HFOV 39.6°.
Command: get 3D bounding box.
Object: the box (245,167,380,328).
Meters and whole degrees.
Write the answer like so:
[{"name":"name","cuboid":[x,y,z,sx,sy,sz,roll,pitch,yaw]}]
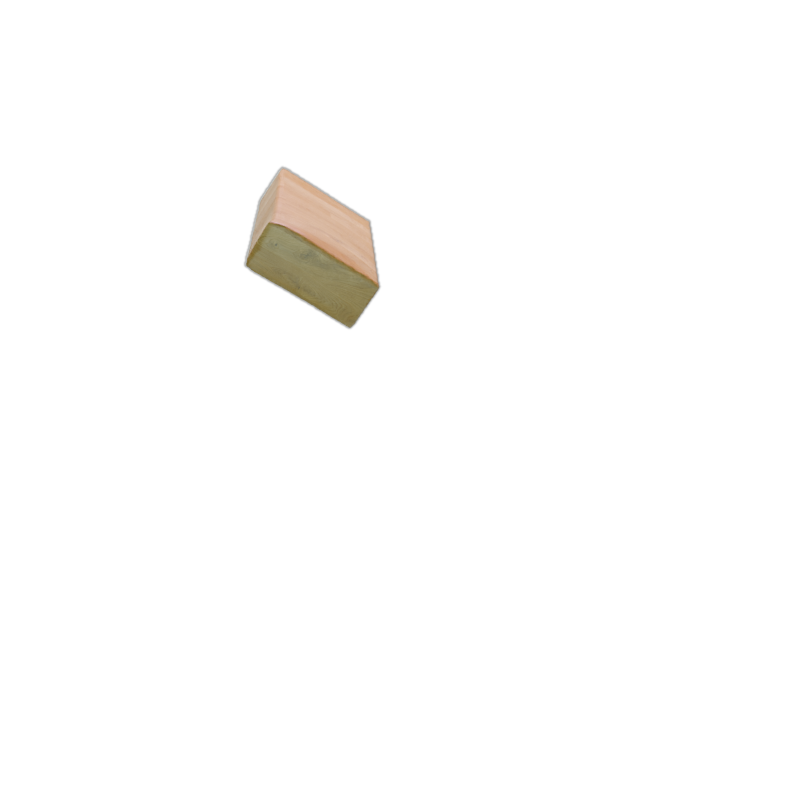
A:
[{"name":"box","cuboid":[-0.068,-0.123,0.865,0.091,0.047,0.184,30,16,-13]}]
